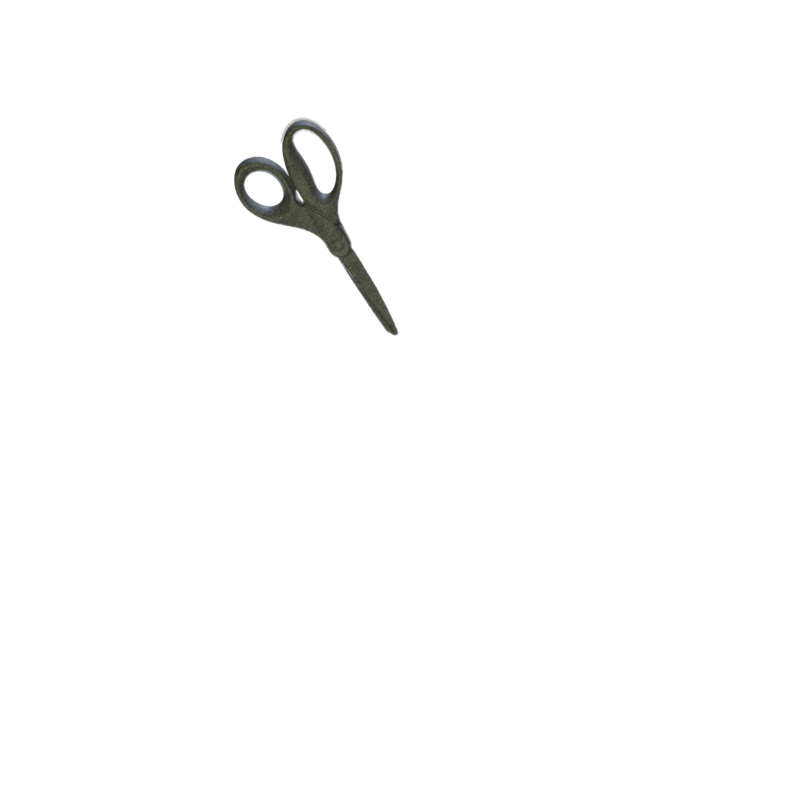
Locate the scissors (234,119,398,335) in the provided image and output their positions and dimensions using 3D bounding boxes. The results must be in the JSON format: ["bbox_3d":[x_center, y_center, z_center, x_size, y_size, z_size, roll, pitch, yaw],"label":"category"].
[{"bbox_3d":[-0.070,-0.128,0.899,0.096,0.190,0.017,-13,24,6],"label":"scissors"}]
